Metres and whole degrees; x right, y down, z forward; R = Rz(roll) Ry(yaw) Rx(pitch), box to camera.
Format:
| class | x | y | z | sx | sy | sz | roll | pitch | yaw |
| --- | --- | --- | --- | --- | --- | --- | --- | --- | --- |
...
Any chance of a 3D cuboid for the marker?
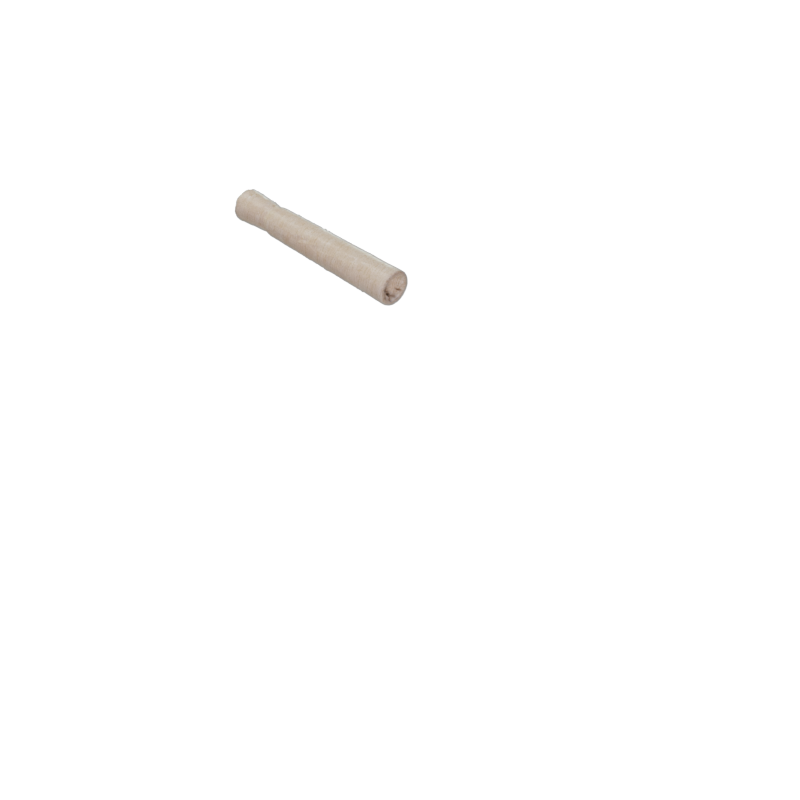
| class | x | y | z | sx | sy | sz | roll | pitch | yaw |
| --- | --- | --- | --- | --- | --- | --- | --- | --- | --- |
| marker | -0.045 | -0.082 | 0.578 | 0.019 | 0.019 | 0.130 | -3 | 29 | -46 |
